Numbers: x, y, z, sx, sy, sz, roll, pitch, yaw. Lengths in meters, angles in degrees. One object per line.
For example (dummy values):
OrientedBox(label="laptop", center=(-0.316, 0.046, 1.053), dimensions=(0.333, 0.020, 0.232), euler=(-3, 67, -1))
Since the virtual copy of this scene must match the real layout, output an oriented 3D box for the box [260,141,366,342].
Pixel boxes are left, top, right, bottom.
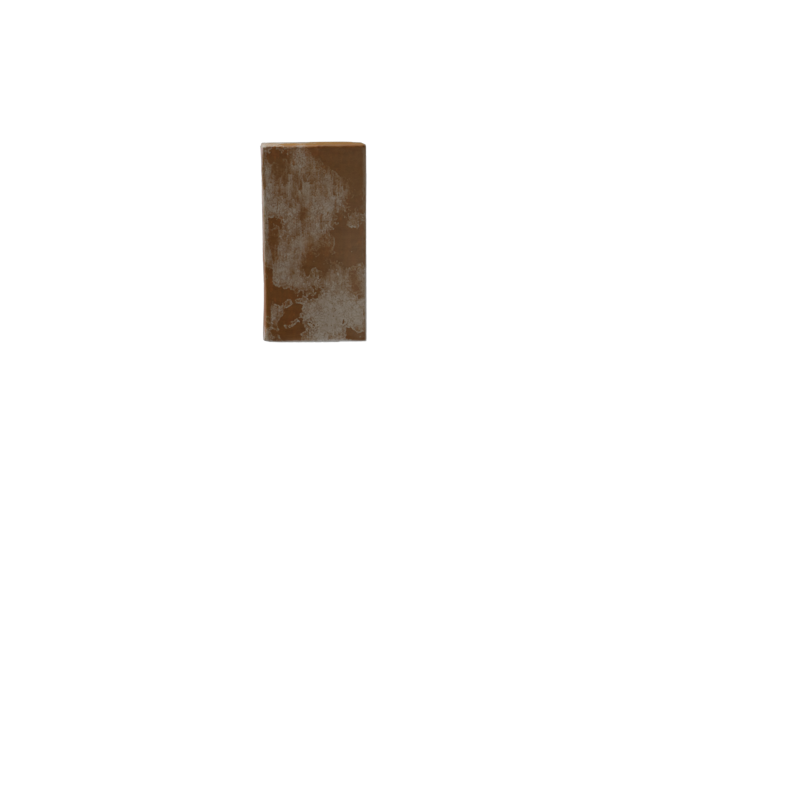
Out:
OrientedBox(label="box", center=(-0.077, -0.141, 0.984), dimensions=(0.093, 0.173, 0.049), euler=(0, 8, -5))
